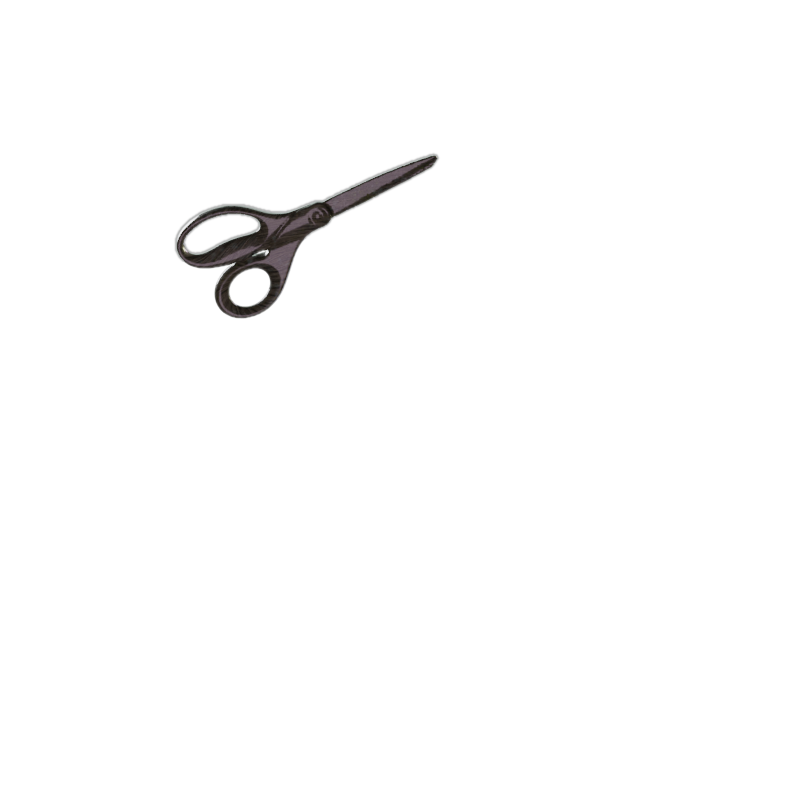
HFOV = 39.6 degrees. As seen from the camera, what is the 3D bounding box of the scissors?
[{"bbox_3d":[-0.064,-0.117,0.822,0.202,0.092,0.016,-10,18,3],"label":"scissors"}]
